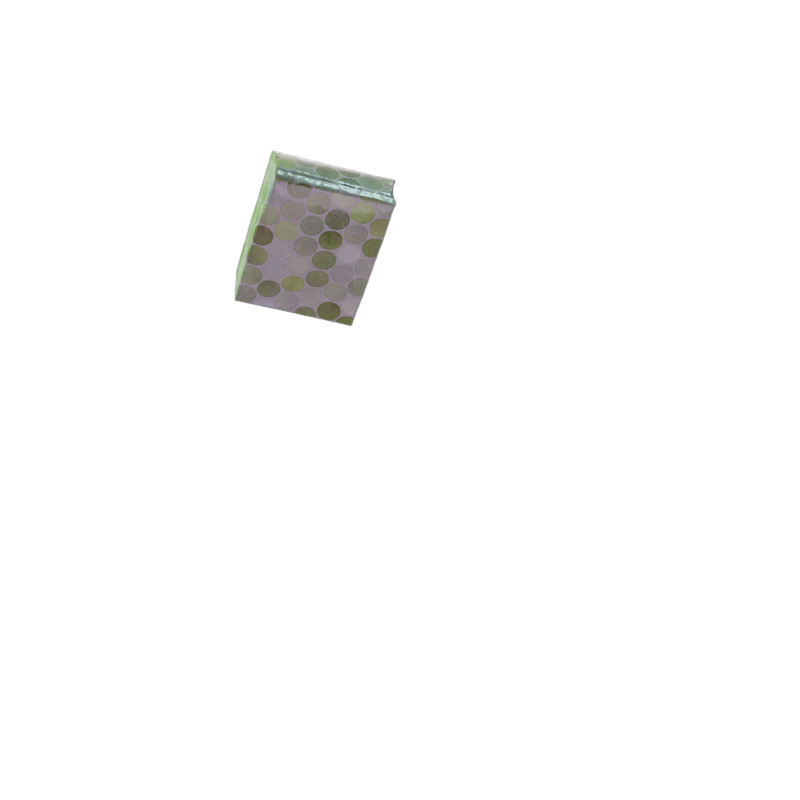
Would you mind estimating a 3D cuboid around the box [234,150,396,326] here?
[{"bbox_3d":[-0.061,-0.111,0.780,0.088,0.108,0.042,13,39,-12],"label":"box"}]
